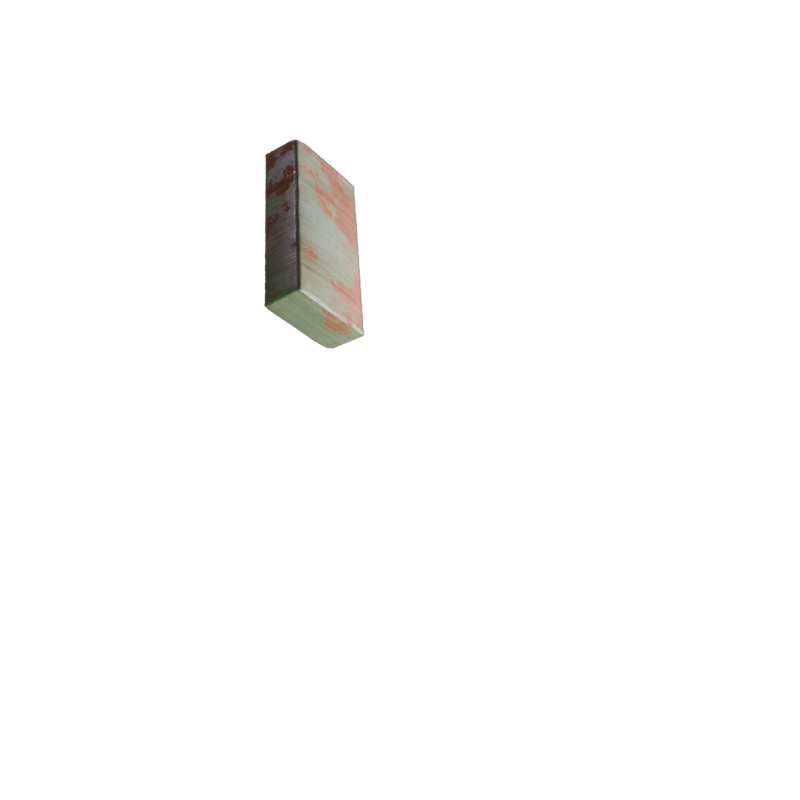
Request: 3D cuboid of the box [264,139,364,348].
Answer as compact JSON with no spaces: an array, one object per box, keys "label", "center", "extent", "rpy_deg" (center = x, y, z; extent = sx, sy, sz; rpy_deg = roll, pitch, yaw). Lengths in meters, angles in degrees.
[{"label":"box","center":[-0.078,-0.142,0.995],"extent":[0.048,0.189,0.087],"rpy_deg":[-25,-40,29]}]
